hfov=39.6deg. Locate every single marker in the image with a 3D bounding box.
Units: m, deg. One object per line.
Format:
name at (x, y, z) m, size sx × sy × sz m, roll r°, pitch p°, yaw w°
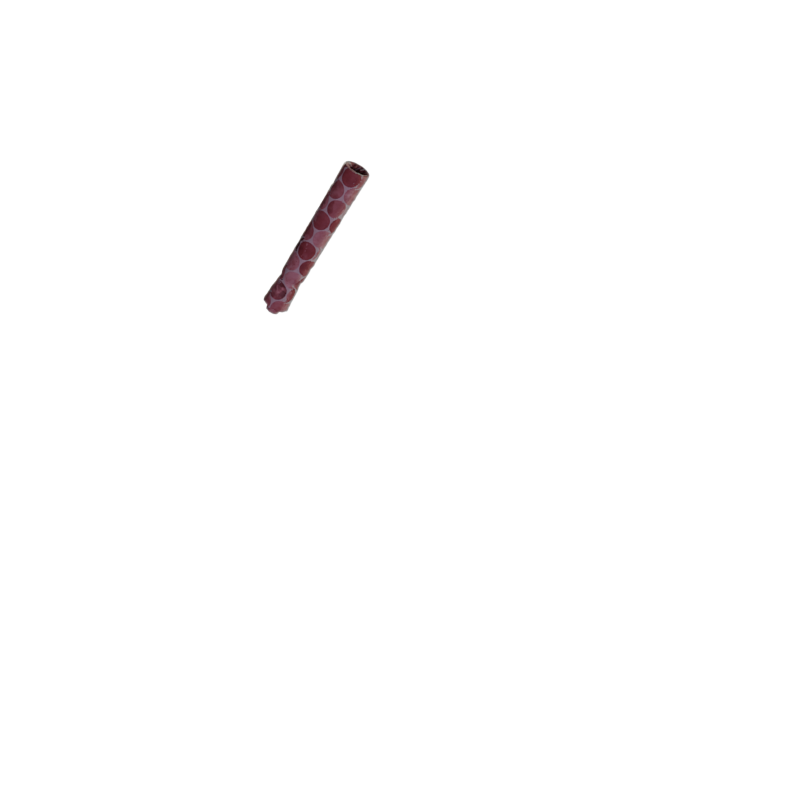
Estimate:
marker at (-0.058, -0.106, 0.742) m, size 0.019 × 0.117 × 0.021 m, roll 26°, pitch 26°, yaw -17°
